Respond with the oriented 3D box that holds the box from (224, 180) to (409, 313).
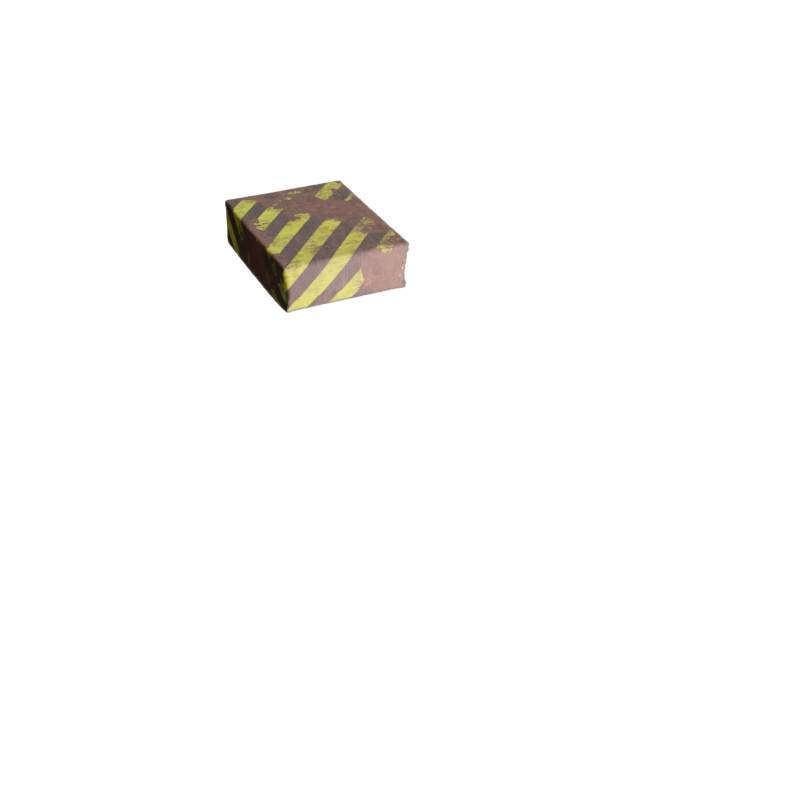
[{"bbox_3d":[-0.059,-0.108,0.753,0.088,0.036,0.123,-15,38,-21],"label":"box"}]
